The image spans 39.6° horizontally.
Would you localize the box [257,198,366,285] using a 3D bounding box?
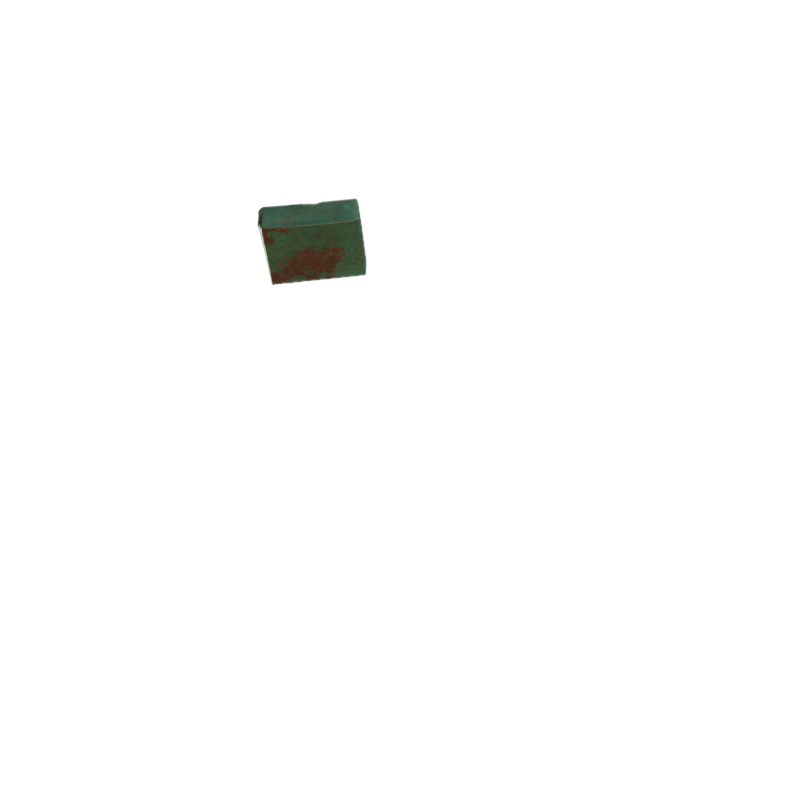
[{"bbox_3d":[-0.078,-0.141,0.988,0.090,0.032,0.068,-4,-41,4],"label":"box"}]
